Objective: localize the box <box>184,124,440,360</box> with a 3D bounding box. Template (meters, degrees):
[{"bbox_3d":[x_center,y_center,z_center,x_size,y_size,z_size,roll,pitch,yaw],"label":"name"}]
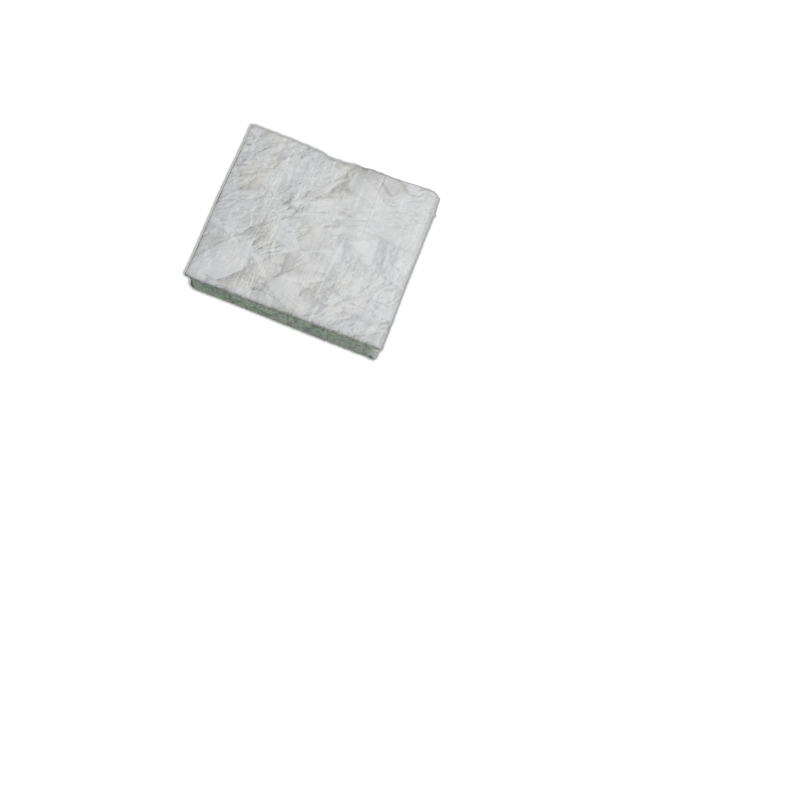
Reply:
[{"bbox_3d":[-0.037,-0.068,0.476,0.090,0.075,0.029,21,-14,5],"label":"box"}]
